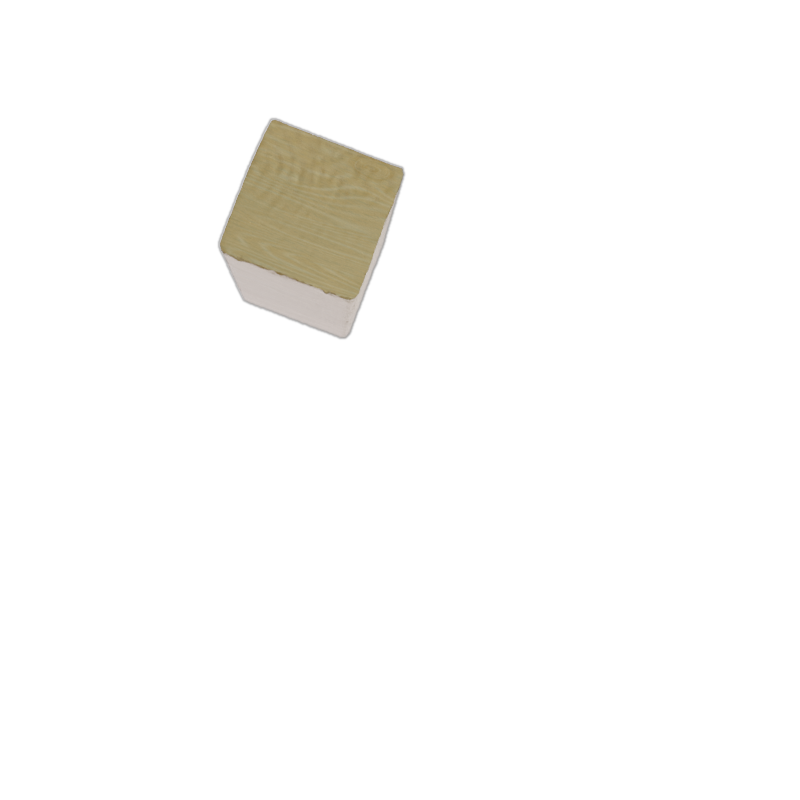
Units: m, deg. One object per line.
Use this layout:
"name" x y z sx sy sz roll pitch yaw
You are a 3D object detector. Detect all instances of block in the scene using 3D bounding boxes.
"block" -0.060 -0.108 0.763 0.091 0.091 0.203 21 -6 -2
